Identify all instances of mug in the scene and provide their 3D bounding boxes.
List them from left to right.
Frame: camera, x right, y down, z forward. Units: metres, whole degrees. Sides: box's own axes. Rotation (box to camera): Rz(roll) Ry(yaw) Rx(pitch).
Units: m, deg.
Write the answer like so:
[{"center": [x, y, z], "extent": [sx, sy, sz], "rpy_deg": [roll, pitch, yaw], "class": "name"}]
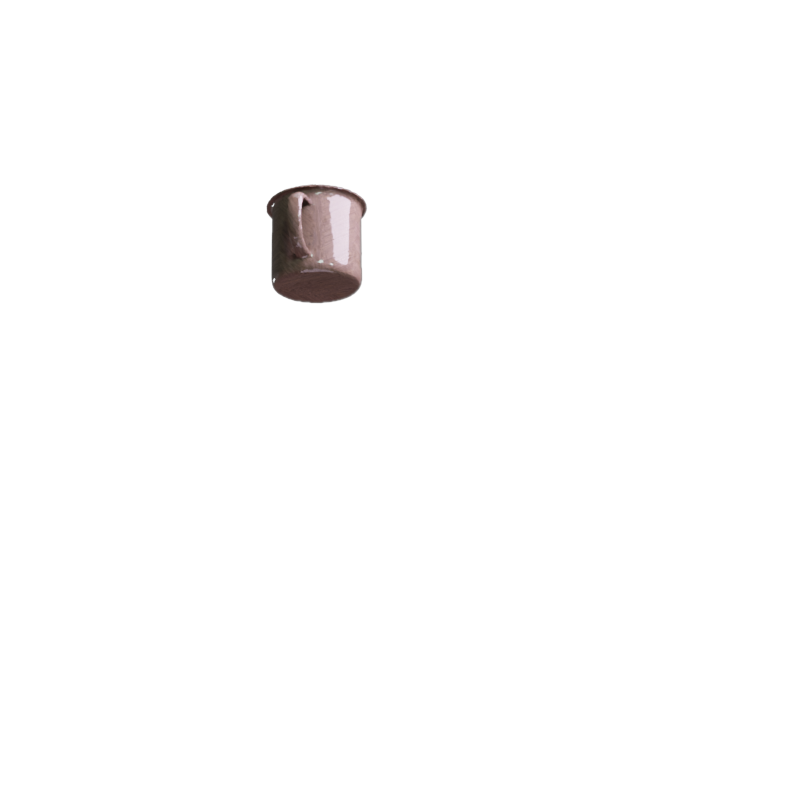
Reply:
[{"center": [-0.078, -0.142, 0.998], "extent": [0.094, 0.086, 0.110], "rpy_deg": [-5, -21, 11], "class": "mug"}]
